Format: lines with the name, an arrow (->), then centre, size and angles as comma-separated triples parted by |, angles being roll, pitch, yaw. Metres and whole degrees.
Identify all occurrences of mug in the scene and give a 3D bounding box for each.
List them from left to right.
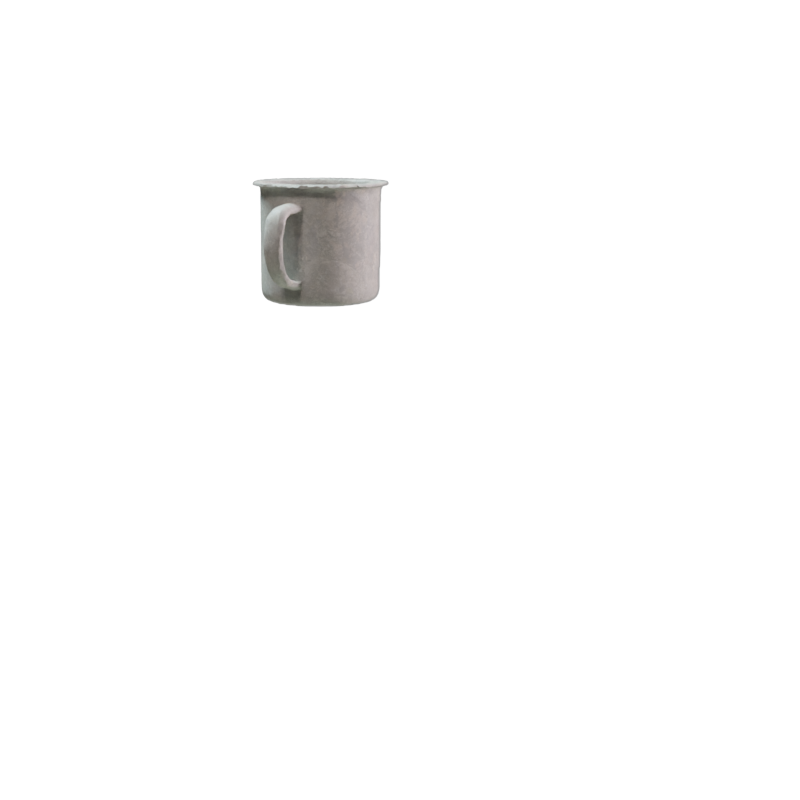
mug -> -0.059, -0.107, 0.750 | 0.096, 0.080, 0.116 | 5, 12, 21
